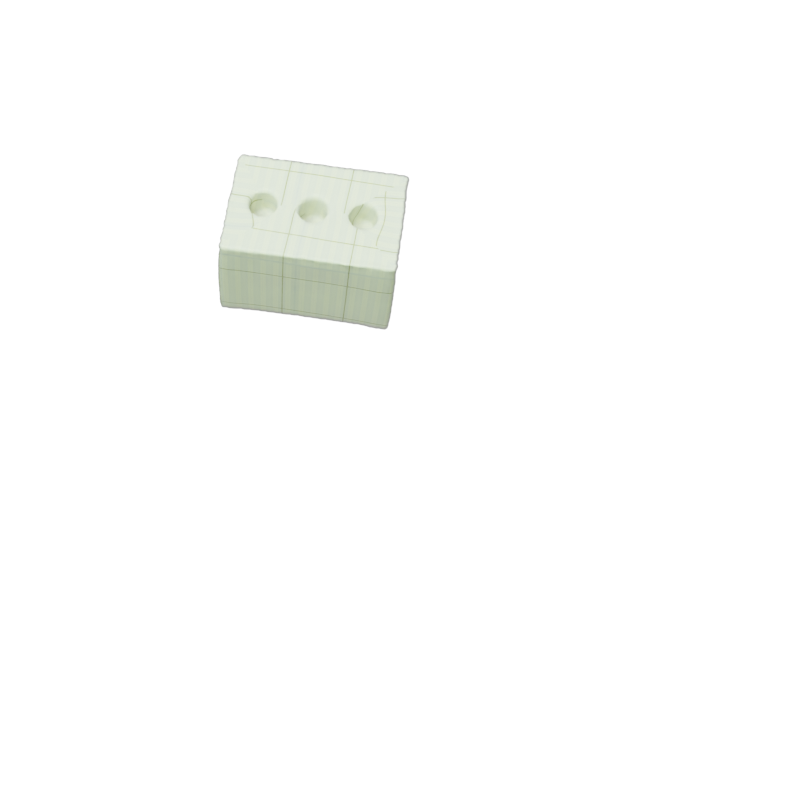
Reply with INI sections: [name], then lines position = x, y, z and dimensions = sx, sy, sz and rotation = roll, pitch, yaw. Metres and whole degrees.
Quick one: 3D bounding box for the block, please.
[block]
position = -0.039, -0.071, 0.495
dimensions = 0.078, 0.056, 0.048
rotation = 7, -30, 3
